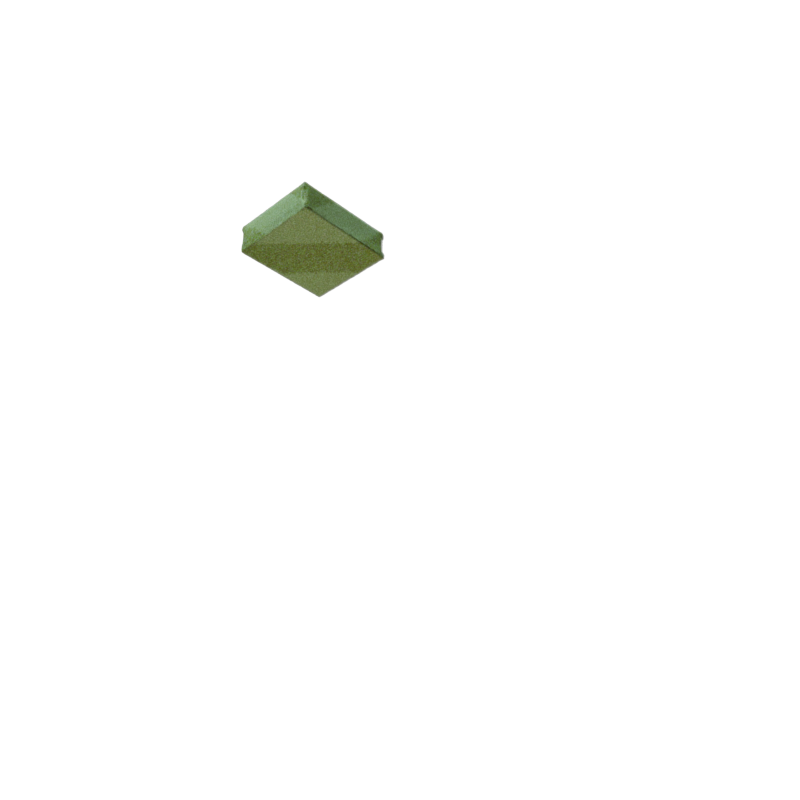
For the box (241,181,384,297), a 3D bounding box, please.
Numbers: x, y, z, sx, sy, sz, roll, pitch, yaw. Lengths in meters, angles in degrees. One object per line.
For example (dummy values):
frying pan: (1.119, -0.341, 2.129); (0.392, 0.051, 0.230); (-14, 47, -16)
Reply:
box: (-0.068, -0.124, 0.870); (0.084, 0.032, 0.073); (30, -45, -35)
